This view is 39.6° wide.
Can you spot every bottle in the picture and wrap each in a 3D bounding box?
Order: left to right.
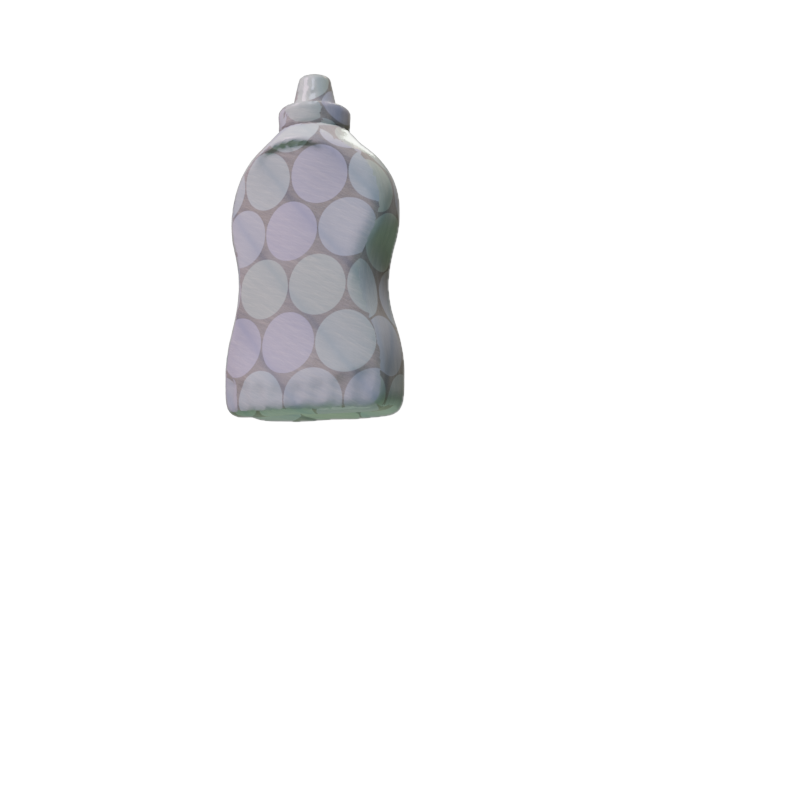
[{"bbox_3d":[-0.047,-0.087,0.609,0.098,0.198,0.055,-7,-14,28],"label":"bottle"}]
